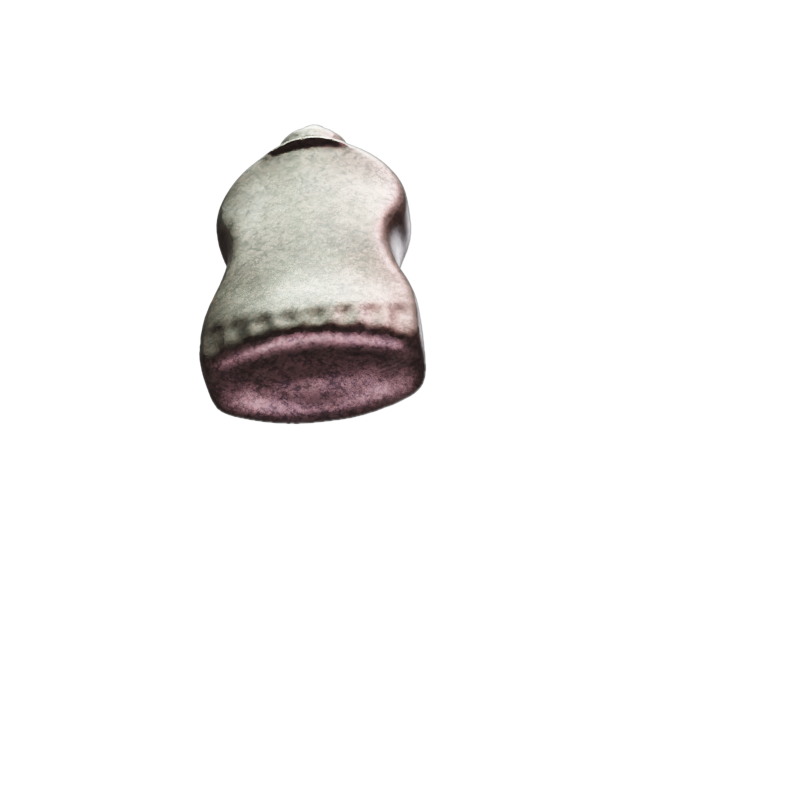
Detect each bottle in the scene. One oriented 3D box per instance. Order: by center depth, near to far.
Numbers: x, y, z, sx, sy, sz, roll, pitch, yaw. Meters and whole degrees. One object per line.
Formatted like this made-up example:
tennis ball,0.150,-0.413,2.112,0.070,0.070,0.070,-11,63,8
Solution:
bottle,-0.042,-0.077,0.541,0.096,0.054,0.206,-9,43,5
